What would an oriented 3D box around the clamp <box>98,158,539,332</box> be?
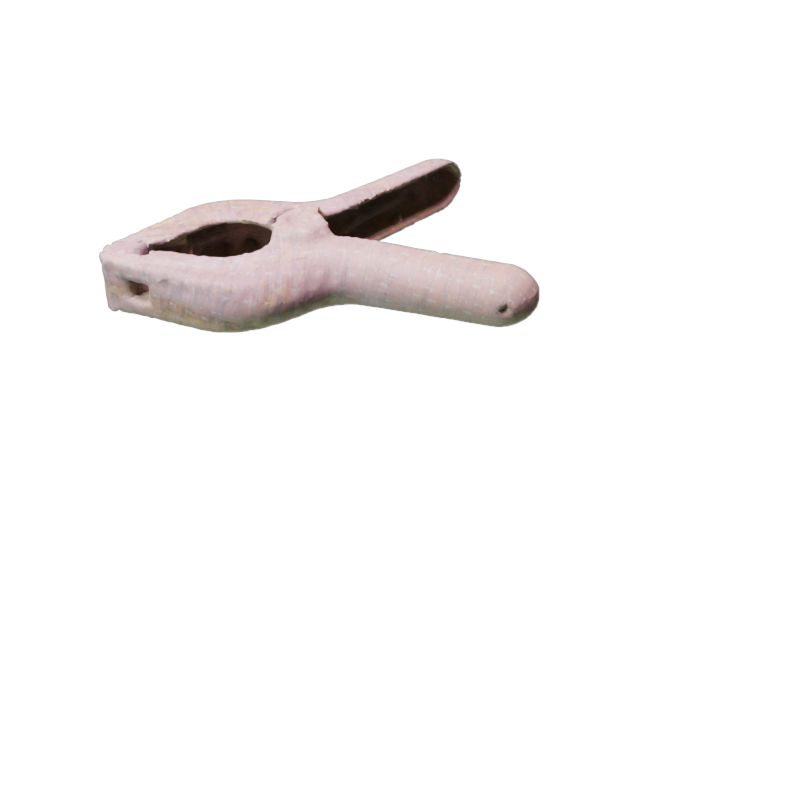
[{"bbox_3d":[-0.037,-0.067,0.469,0.171,0.037,0.127,-1,29,-2],"label":"clamp"}]
